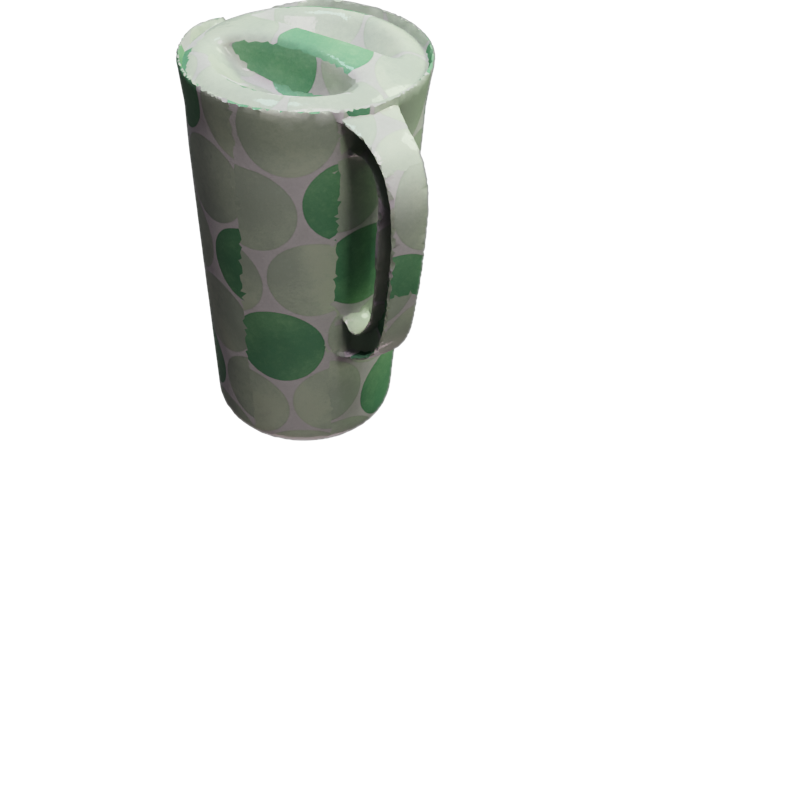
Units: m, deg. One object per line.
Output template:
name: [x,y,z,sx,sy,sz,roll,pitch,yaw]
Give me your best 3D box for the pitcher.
pitcher: [-0.049,-0.090,0.628,0.148,0.227,0.157,10,40,9]
